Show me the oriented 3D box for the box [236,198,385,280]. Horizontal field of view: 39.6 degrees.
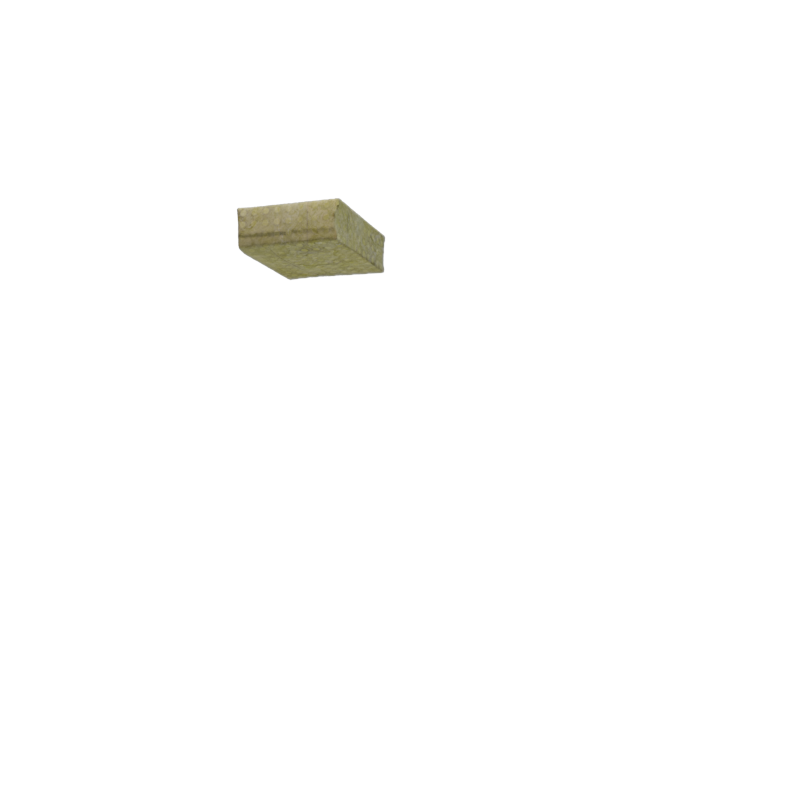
[{"bbox_3d":[-0.072,-0.131,0.917,0.092,0.040,0.108,-3,-8,20],"label":"box"}]
